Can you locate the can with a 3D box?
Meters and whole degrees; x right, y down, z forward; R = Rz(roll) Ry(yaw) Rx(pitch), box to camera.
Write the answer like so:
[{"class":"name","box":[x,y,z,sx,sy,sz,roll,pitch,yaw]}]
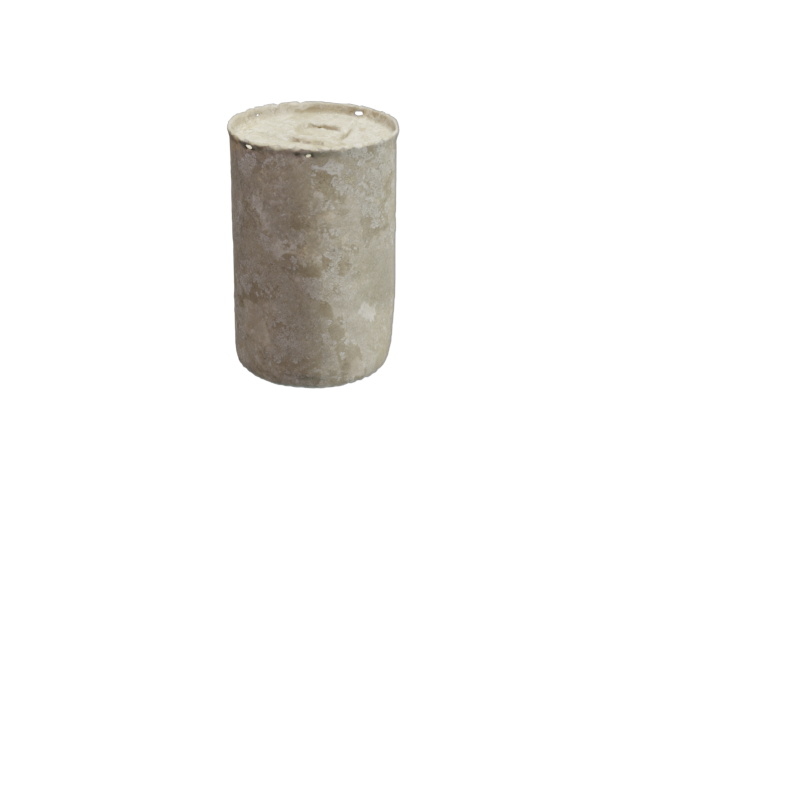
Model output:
[{"class":"can","box":[-0.036,-0.065,0.456,0.068,0.097,0.072,0,25,-2]}]
